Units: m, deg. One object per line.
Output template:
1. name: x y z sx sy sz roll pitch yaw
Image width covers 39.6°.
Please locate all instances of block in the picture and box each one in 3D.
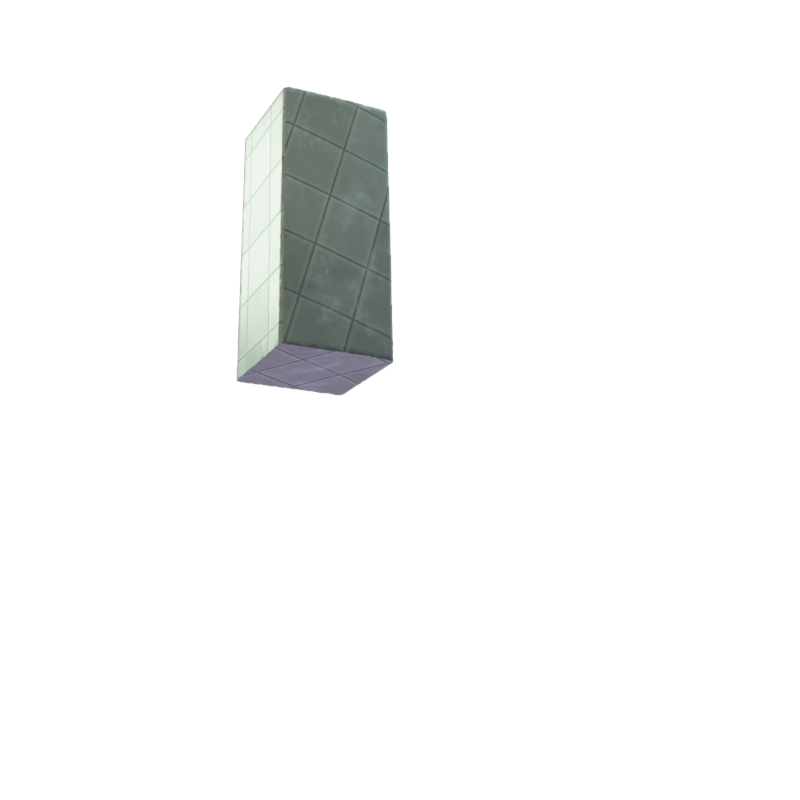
1. block: -0.065 -0.120 0.841 0.087 0.218 0.089 10 -26 -25
